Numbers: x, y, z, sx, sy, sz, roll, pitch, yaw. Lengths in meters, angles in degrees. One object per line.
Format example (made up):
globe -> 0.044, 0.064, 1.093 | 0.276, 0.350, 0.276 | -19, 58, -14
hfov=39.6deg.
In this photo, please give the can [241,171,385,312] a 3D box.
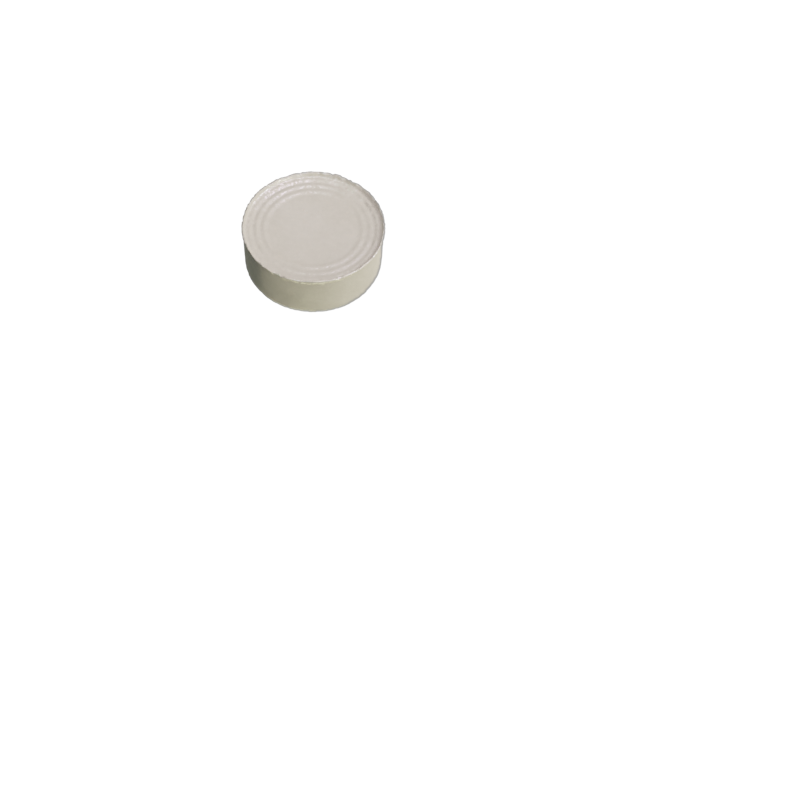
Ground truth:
can -> -0.053, -0.096, 0.672 | 0.086, 0.092, 0.031 | -1, -36, -1
